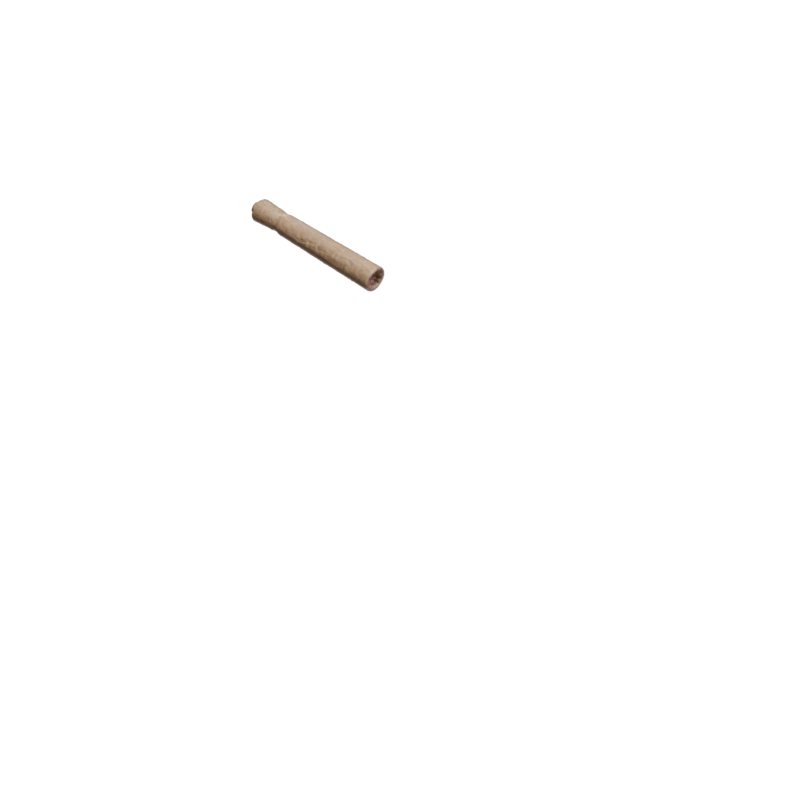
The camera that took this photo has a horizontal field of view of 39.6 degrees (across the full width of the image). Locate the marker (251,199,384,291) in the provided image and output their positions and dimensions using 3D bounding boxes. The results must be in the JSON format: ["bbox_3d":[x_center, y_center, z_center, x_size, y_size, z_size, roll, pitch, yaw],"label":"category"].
[{"bbox_3d":[-0.062,-0.113,0.793,0.129,0.019,0.019,34,22,31],"label":"marker"}]
